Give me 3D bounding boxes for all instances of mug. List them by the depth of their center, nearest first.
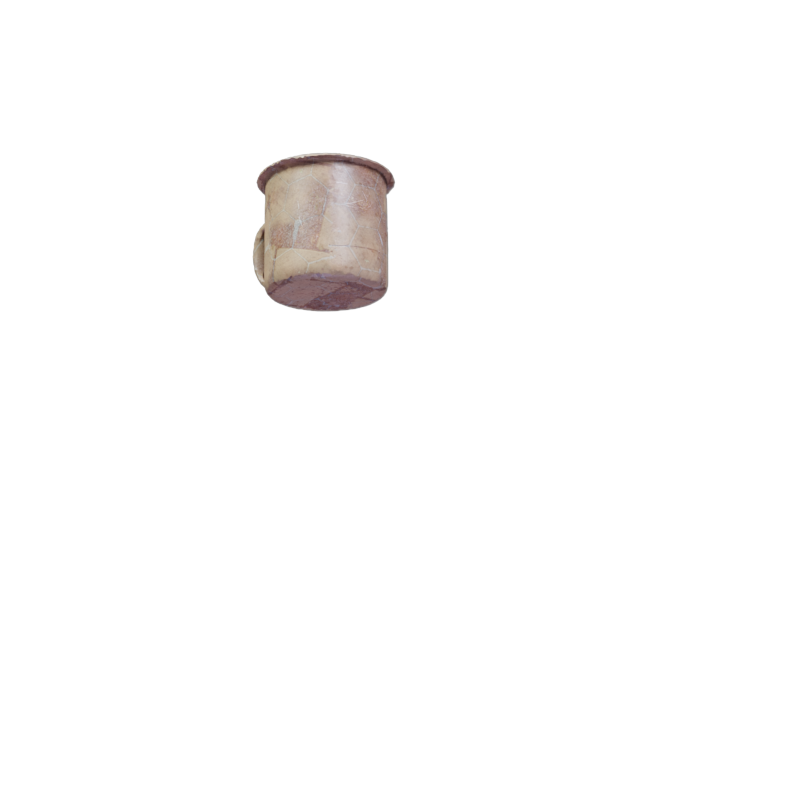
[{"bbox_3d":[-0.058,-0.106,0.744,0.119,0.085,0.088,-14,-21,40],"label":"mug"}]
